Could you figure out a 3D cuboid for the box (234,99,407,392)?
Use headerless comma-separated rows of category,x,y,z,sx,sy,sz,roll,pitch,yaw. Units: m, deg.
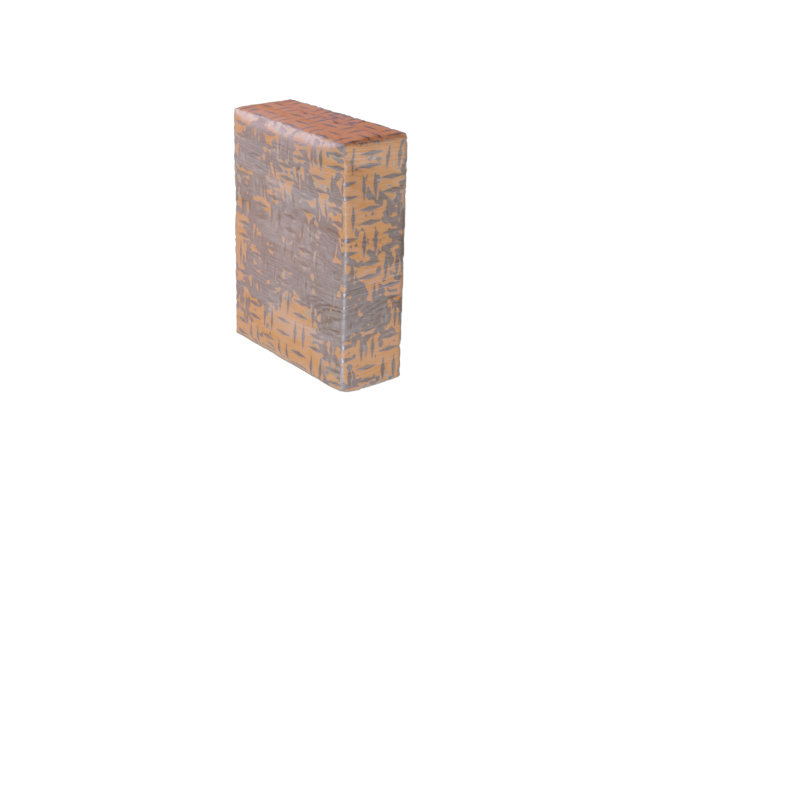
box,-0.074,-0.135,0.945,0.070,0.204,0.175,-14,27,-36
